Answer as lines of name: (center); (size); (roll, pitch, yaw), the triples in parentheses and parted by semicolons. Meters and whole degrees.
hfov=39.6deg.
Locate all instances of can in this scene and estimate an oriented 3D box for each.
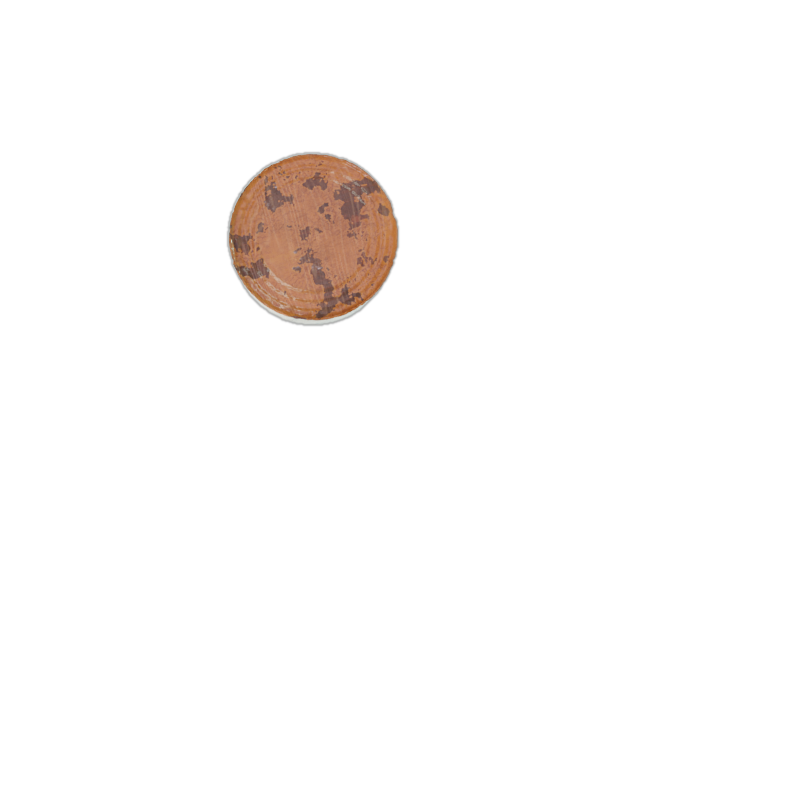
can: (-0.045, -0.082, 0.573); (0.086, 0.088, 0.033); (0, -10, -1)
